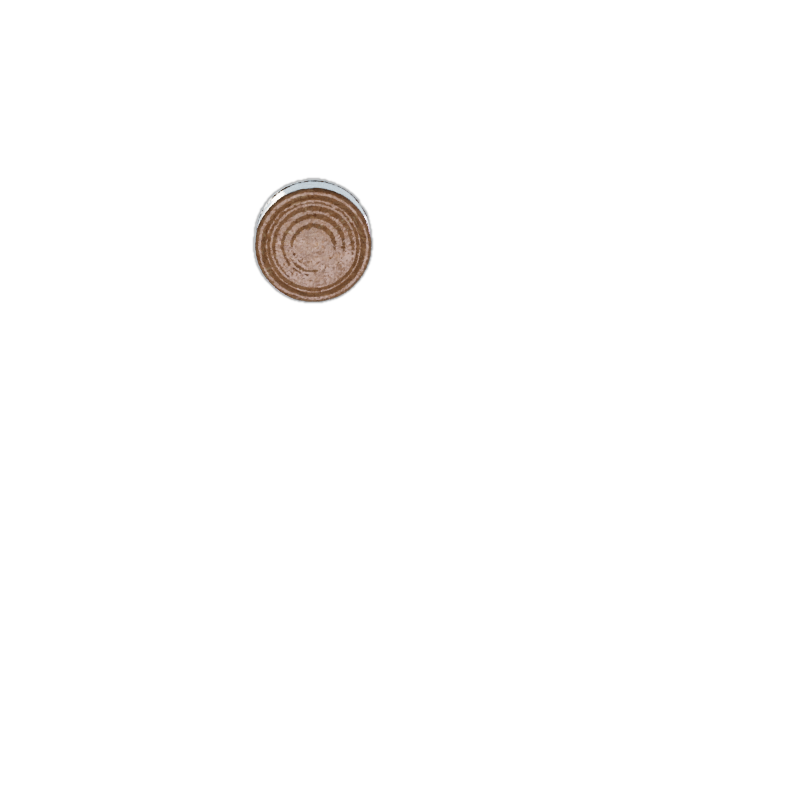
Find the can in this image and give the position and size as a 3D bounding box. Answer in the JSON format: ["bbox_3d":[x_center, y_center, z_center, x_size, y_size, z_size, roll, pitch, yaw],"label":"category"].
[{"bbox_3d":[-0.063,-0.115,0.803,0.086,0.083,0.035,0,15,-1],"label":"can"}]
